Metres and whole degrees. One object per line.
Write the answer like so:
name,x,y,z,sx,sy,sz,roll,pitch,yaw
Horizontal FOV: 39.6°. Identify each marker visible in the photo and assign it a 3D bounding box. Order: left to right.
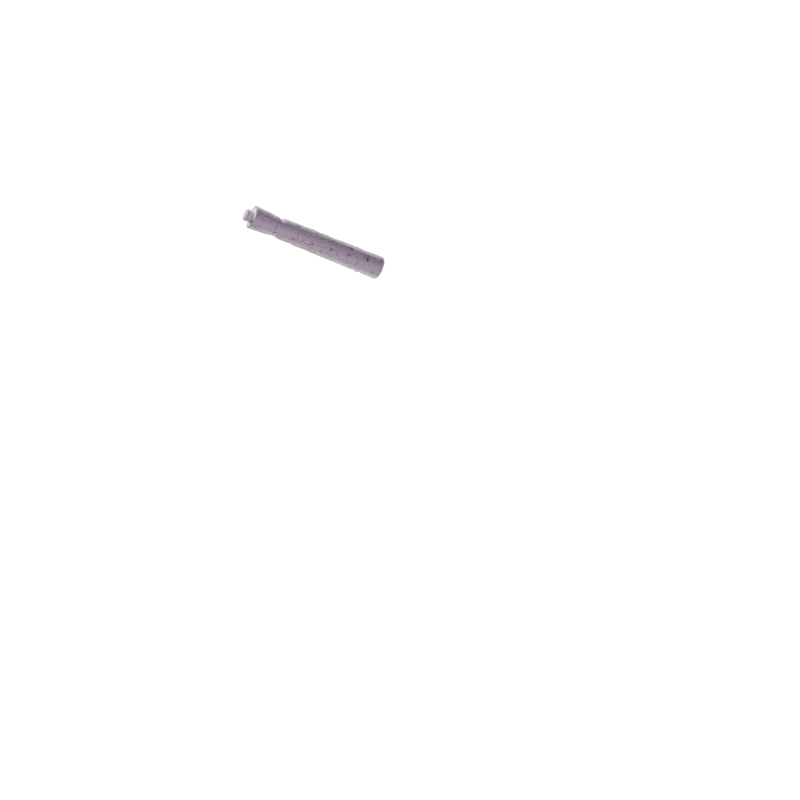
marker,-0.070,-0.127,0.888,0.117,0.020,0.020,20,-3,-17
